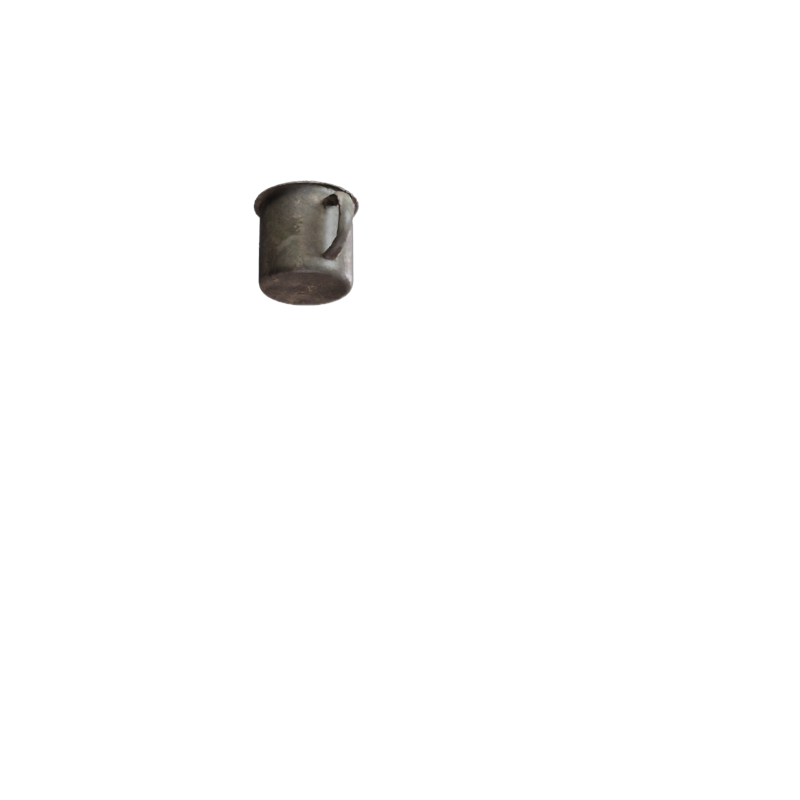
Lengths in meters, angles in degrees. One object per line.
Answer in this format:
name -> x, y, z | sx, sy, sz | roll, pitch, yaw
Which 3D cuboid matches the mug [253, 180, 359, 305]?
mug -> -0.074, -0.136, 0.952 | 0.089, 0.086, 0.117 | 14, -25, -32
